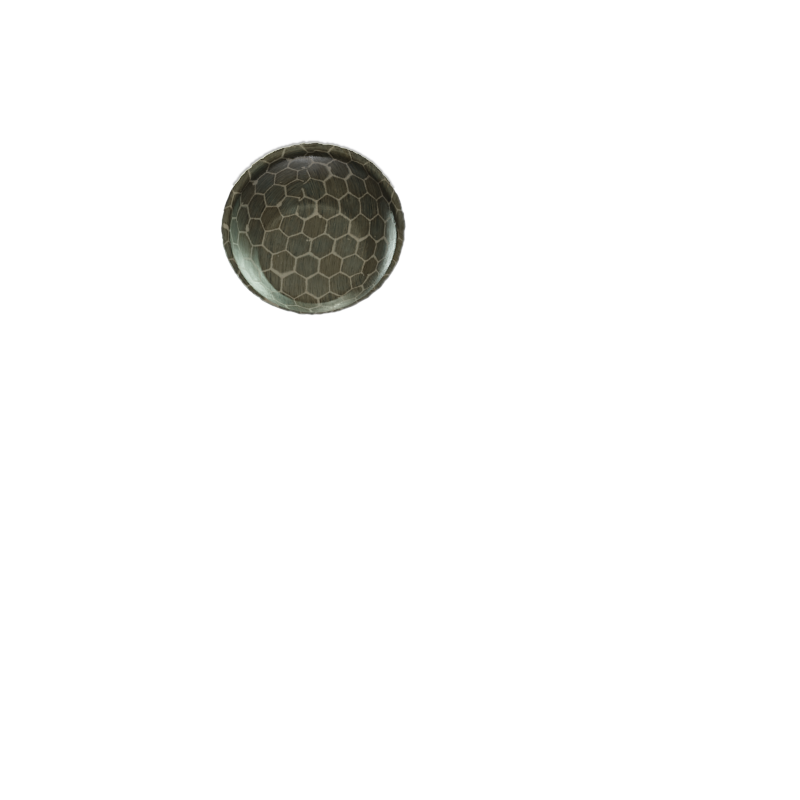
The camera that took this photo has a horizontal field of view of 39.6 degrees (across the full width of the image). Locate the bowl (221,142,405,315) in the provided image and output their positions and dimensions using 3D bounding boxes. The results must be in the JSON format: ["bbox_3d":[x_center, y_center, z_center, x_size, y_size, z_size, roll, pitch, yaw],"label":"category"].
[{"bbox_3d":[-0.074,-0.136,0.950,0.162,0.154,0.058,1,24,-1],"label":"bowl"}]
